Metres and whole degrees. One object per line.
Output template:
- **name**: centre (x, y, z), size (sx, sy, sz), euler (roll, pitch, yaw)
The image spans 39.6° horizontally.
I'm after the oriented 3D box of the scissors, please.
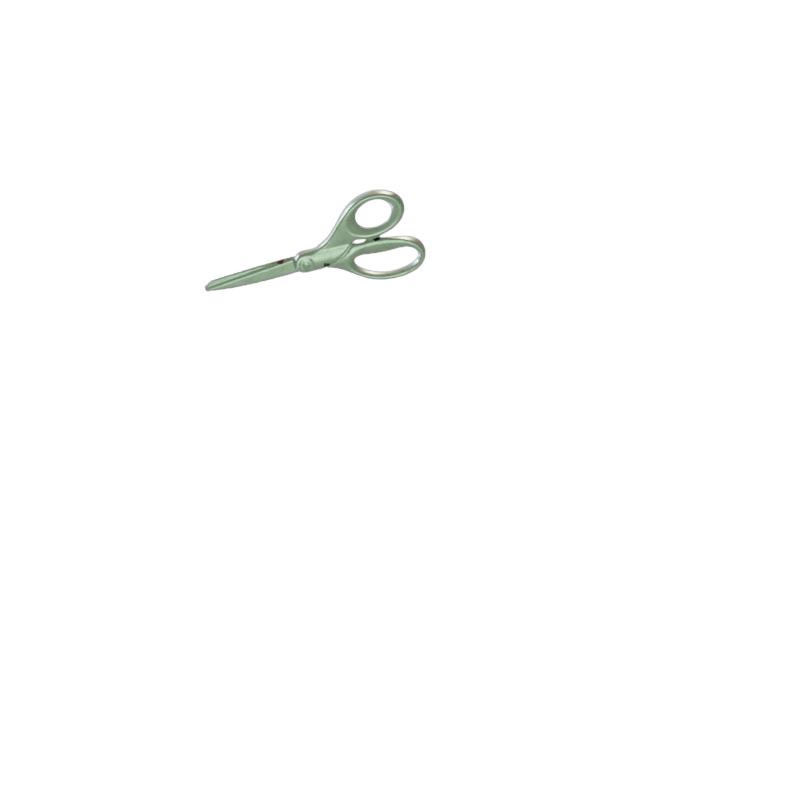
- **scissors**: centre (-0.078, -0.142, 0.995), size (0.202, 0.091, 0.017), euler (-1, 29, 1)
